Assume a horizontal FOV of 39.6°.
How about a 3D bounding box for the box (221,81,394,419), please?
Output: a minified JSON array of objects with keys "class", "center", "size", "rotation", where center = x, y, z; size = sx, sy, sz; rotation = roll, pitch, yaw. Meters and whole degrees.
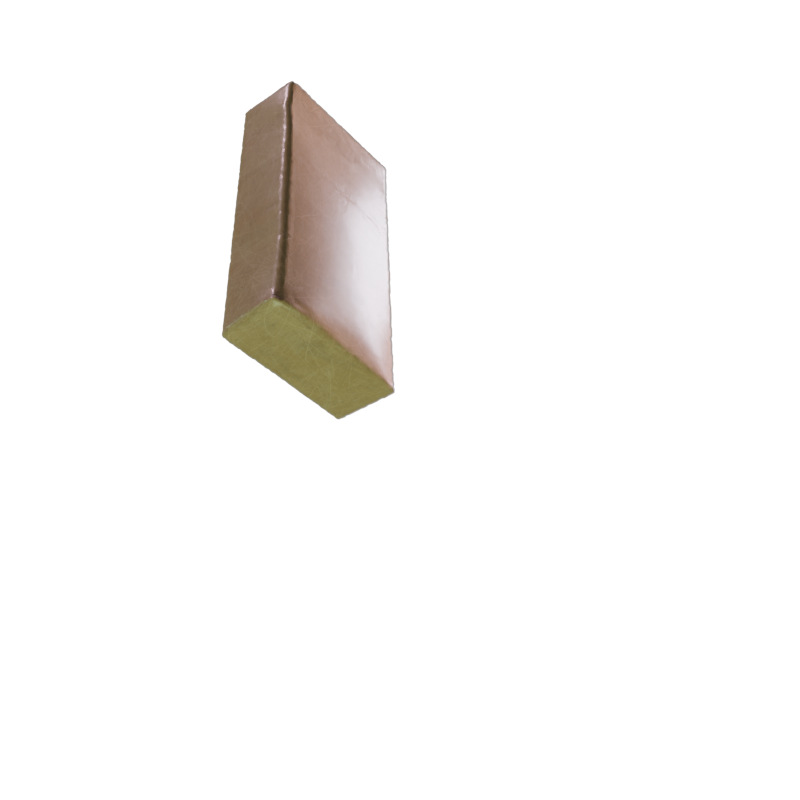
[{"class":"box","center":[-0.048,-0.088,0.617],"size":[0.048,0.189,0.087],"rotation":[-31,-50,26]}]
